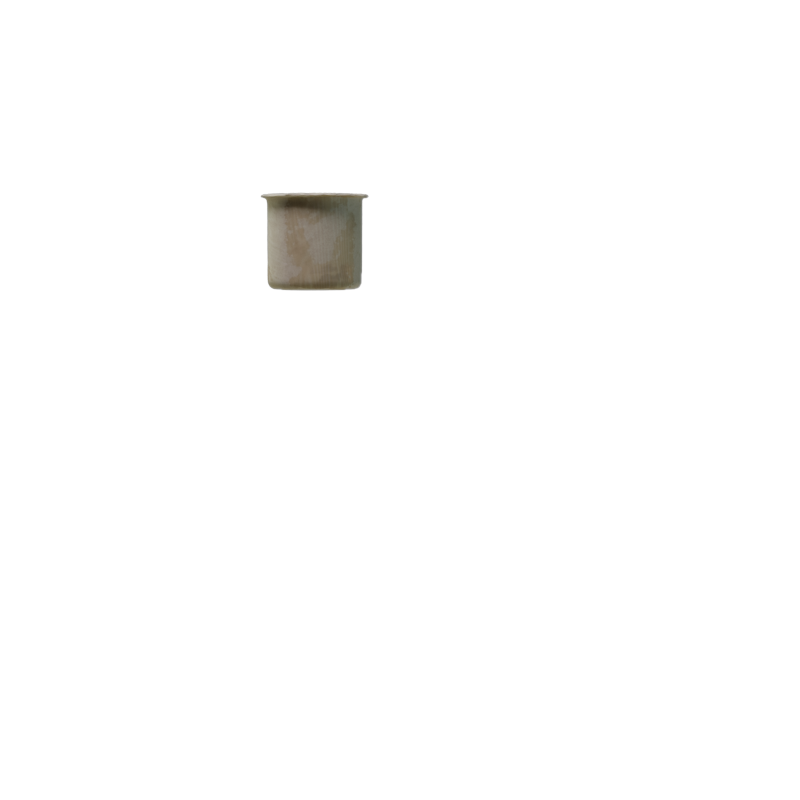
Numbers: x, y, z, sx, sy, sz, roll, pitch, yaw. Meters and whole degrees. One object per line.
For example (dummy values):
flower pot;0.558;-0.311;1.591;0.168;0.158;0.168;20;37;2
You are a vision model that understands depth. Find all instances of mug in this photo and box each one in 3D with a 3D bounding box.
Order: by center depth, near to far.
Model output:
mug;-0.076;-0.138;0.968;0.092;0.081;0.119;-1;6;-9
